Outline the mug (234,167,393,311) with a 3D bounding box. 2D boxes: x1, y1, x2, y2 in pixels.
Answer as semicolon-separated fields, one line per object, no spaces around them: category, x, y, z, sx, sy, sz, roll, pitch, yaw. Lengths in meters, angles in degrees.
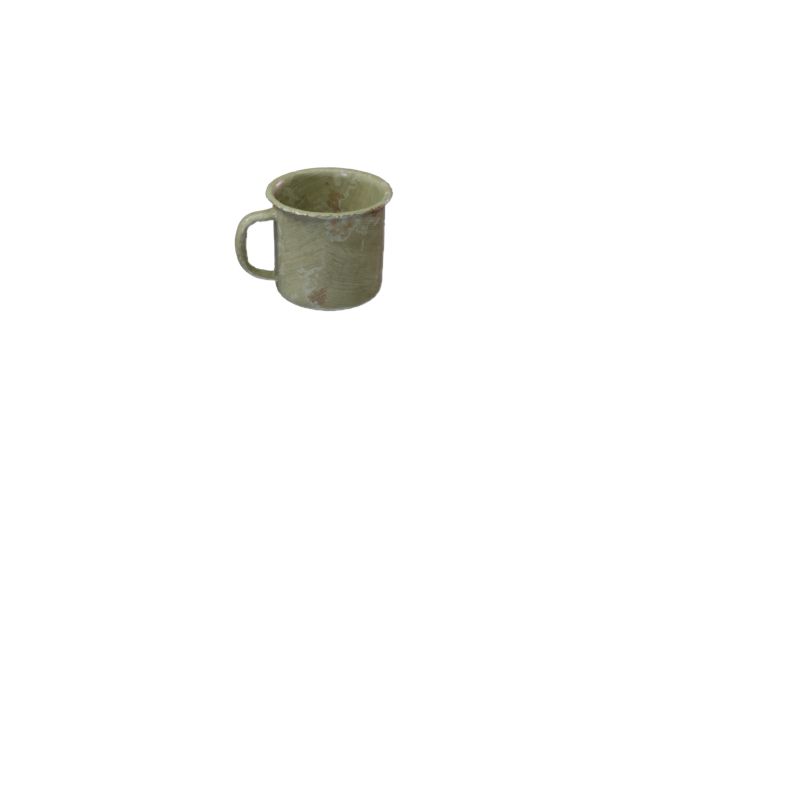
mug;-0.064;-0.117;0.821;0.115;0.077;0.100;-8;31;-15
